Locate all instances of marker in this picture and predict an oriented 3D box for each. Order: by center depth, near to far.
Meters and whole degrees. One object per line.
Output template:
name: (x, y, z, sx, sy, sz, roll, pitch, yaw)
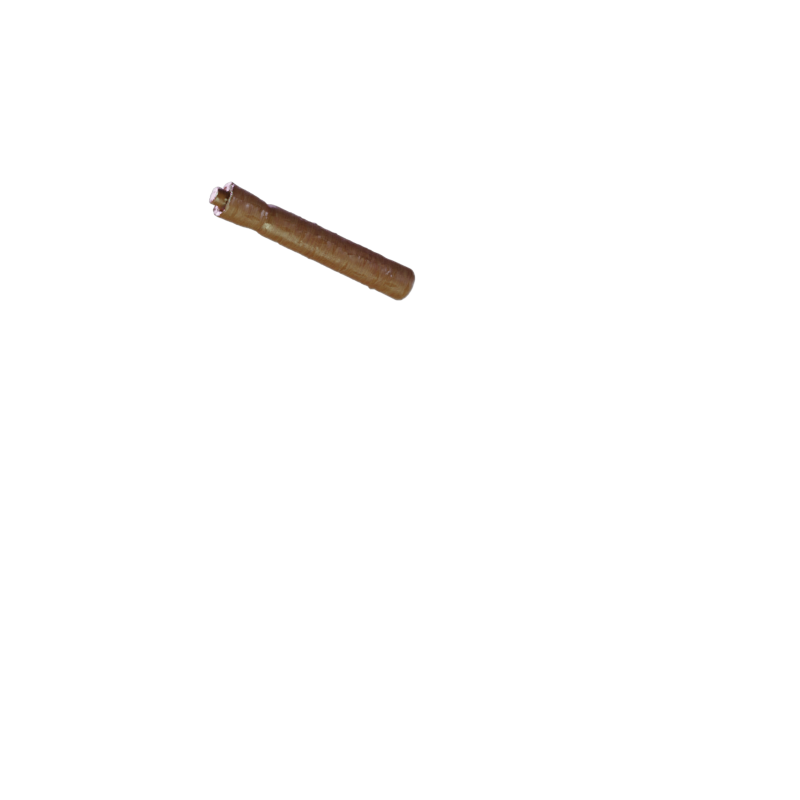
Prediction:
marker: (-0.045, -0.082, 0.571, 0.115, 0.020, 0.020, 22, -8, -27)
